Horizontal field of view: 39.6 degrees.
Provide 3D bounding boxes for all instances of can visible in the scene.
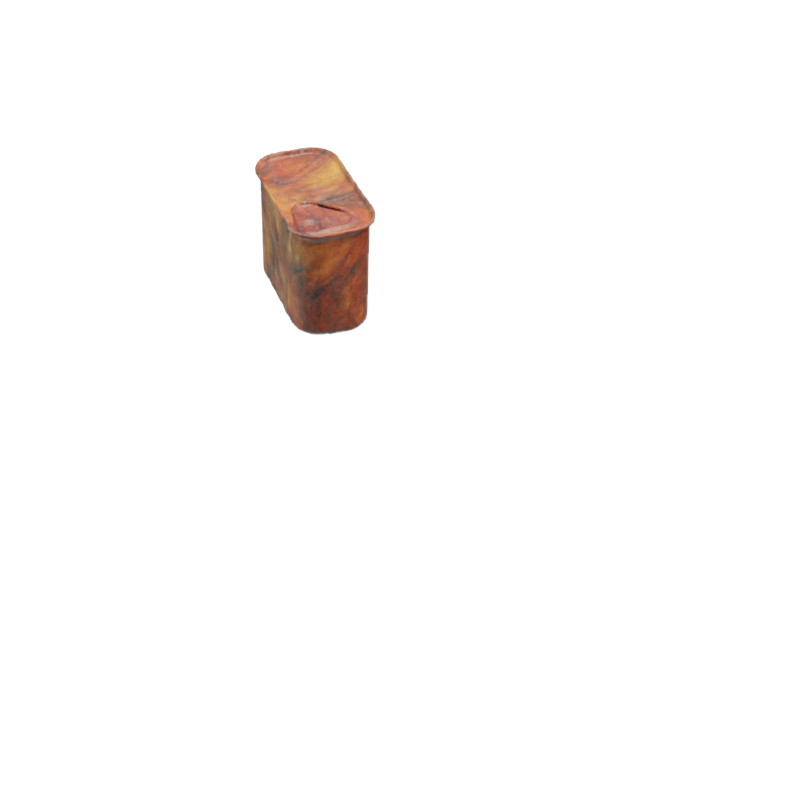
[{"bbox_3d":[-0.057,-0.104,0.731,0.057,0.078,0.110,-12,42,-17],"label":"can"}]
